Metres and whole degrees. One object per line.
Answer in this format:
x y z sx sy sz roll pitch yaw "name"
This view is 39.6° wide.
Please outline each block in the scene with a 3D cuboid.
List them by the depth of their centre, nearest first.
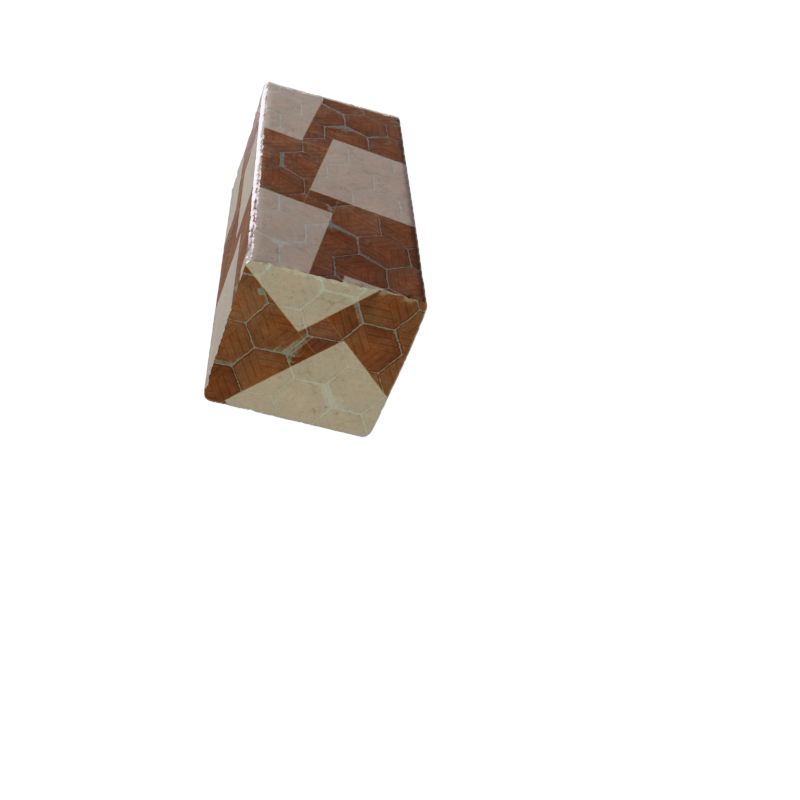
-0.049 -0.088 0.623 0.089 0.086 0.220 13 35 -13 "block"
